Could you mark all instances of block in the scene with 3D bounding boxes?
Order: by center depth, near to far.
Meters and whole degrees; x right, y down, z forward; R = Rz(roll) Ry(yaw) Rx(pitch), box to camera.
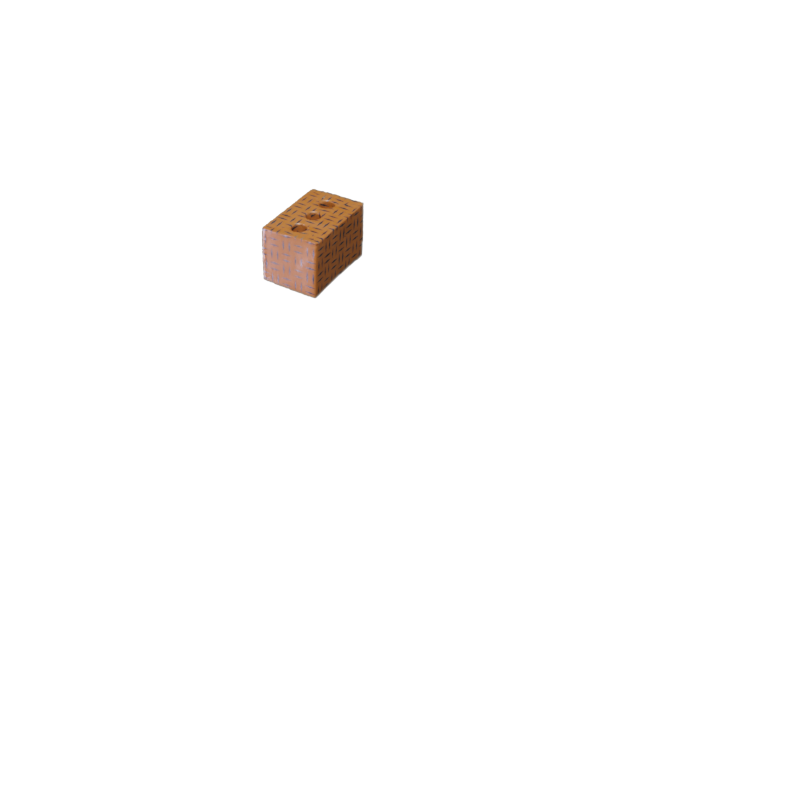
[{"bbox_3d":[-0.071,-0.129,0.906,0.055,0.048,0.080,18,39,22],"label":"block"}]
